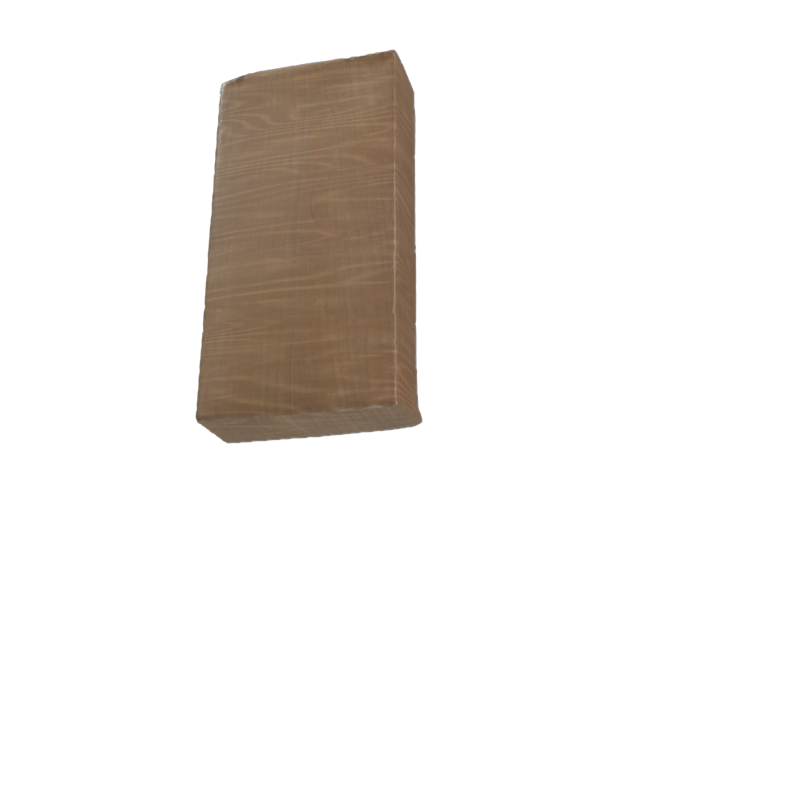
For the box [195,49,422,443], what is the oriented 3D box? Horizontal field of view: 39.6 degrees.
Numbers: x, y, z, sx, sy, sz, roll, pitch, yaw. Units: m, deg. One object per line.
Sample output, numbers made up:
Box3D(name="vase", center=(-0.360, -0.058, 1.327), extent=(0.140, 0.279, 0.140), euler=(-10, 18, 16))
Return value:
Box3D(name="box", center=(-0.040, -0.073, 0.512), extent=(0.095, 0.185, 0.045), euler=(-7, -23, 15))
